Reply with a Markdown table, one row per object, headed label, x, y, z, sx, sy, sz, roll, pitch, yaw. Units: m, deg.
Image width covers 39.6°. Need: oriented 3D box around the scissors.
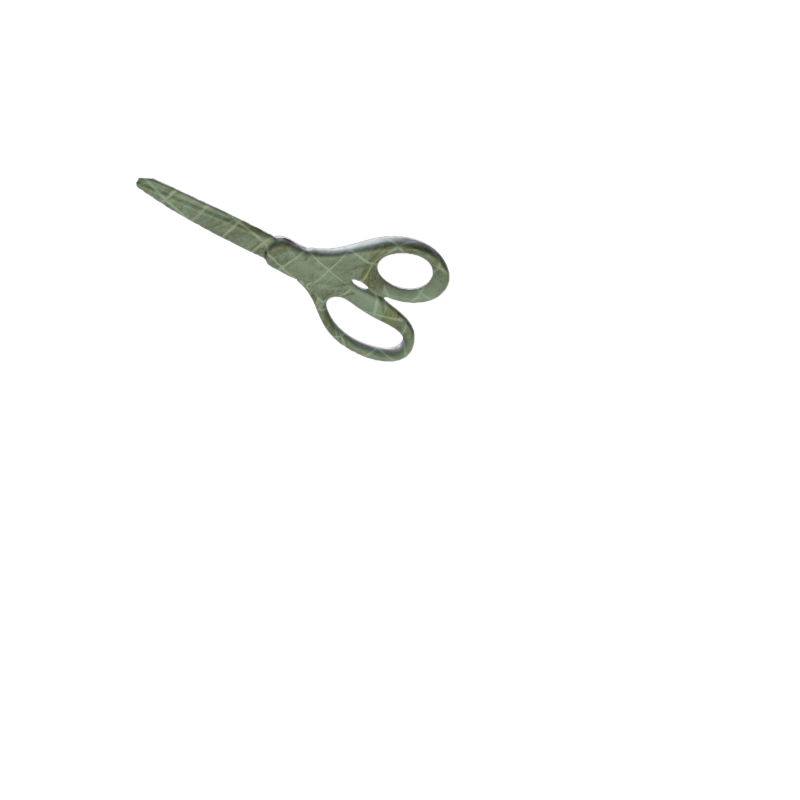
| label | x | y | z | sx | sy | sz | roll | pitch | yaw |
| --- | --- | --- | --- | --- | --- | --- | --- | --- | --- |
| scissors | -0.052 | -0.095 | 0.667 | 0.095 | 0.191 | 0.017 | -38 | 26 | 23 |
